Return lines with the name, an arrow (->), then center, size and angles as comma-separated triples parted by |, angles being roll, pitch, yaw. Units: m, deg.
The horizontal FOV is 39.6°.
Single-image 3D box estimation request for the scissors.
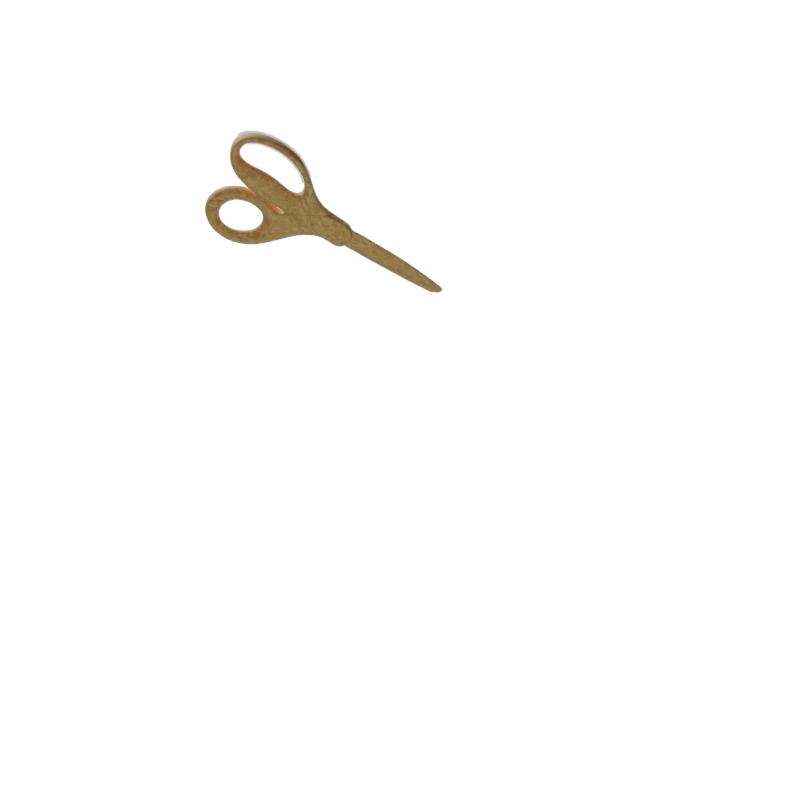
scissors -> -0.067, -0.123, 0.860 | 0.095, 0.192, 0.017 | -39, 21, 18
